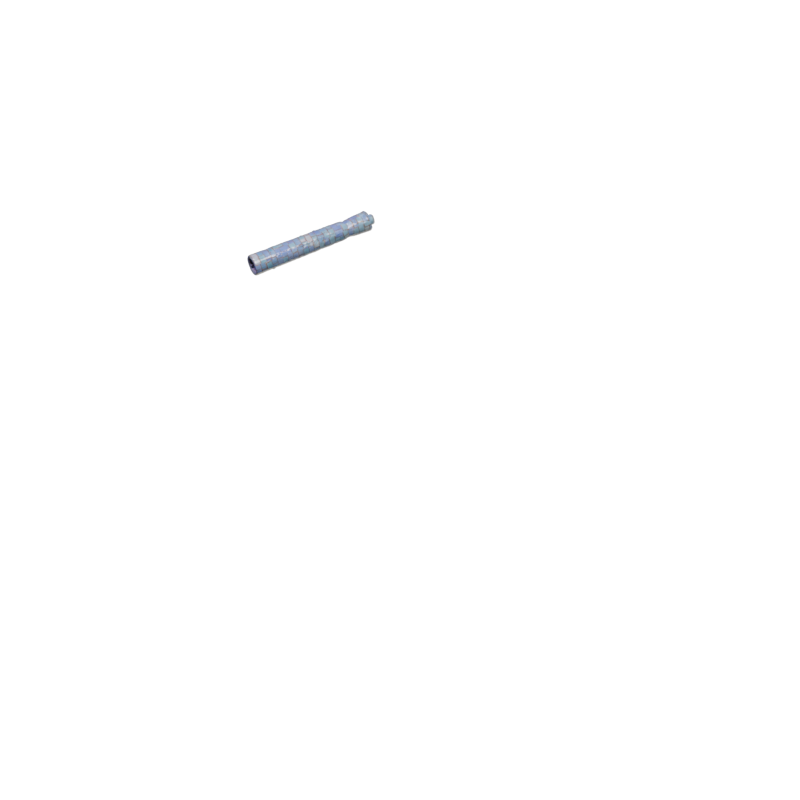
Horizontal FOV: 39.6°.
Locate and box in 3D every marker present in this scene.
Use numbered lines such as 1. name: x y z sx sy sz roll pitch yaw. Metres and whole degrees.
1. marker: -0.077 -0.140 0.979 0.120 0.019 0.020 -24 12 -19
